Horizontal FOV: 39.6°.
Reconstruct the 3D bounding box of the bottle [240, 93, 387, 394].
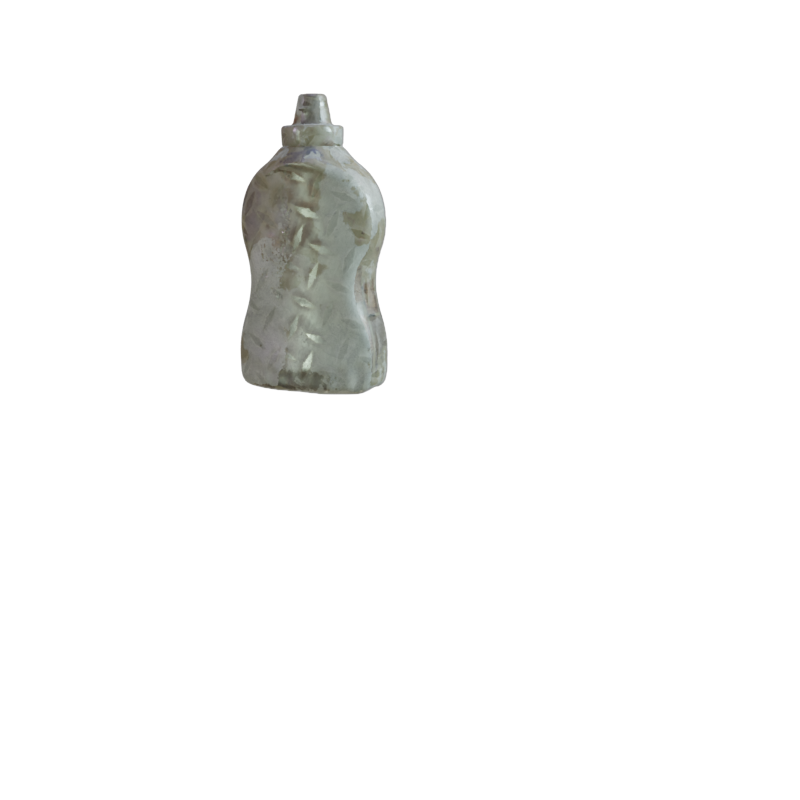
[{"bbox_3d":[-0.057,-0.104,0.725,0.099,0.190,0.057,3,5,25],"label":"bottle"}]
